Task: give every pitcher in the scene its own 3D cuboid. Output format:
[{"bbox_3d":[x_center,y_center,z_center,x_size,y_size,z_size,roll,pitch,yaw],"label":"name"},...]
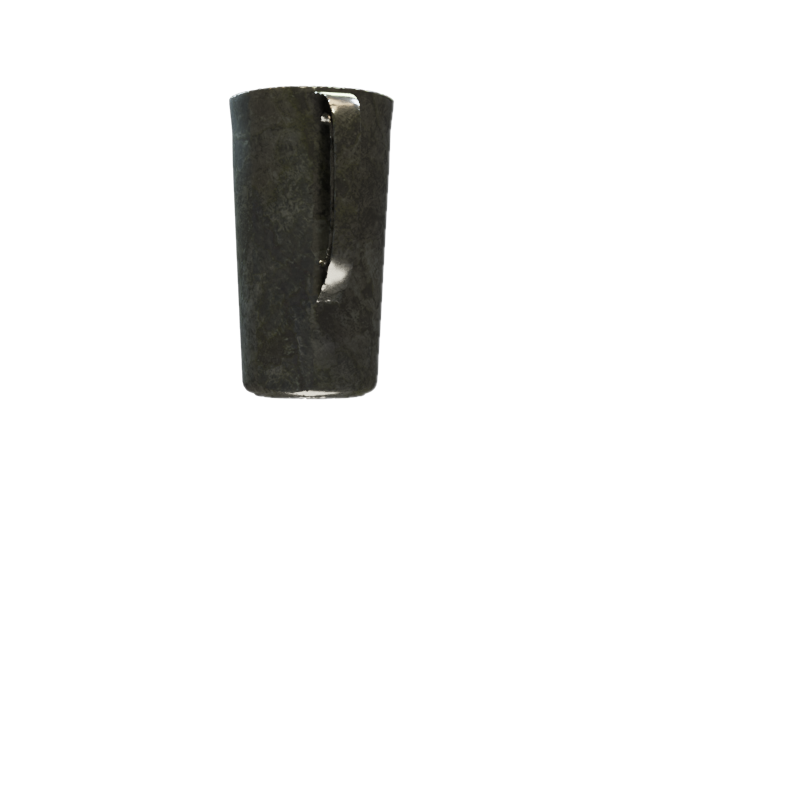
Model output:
[{"bbox_3d":[-0.069,-0.125,0.879,0.149,0.245,0.144,-1,-2,27],"label":"pitcher"}]
